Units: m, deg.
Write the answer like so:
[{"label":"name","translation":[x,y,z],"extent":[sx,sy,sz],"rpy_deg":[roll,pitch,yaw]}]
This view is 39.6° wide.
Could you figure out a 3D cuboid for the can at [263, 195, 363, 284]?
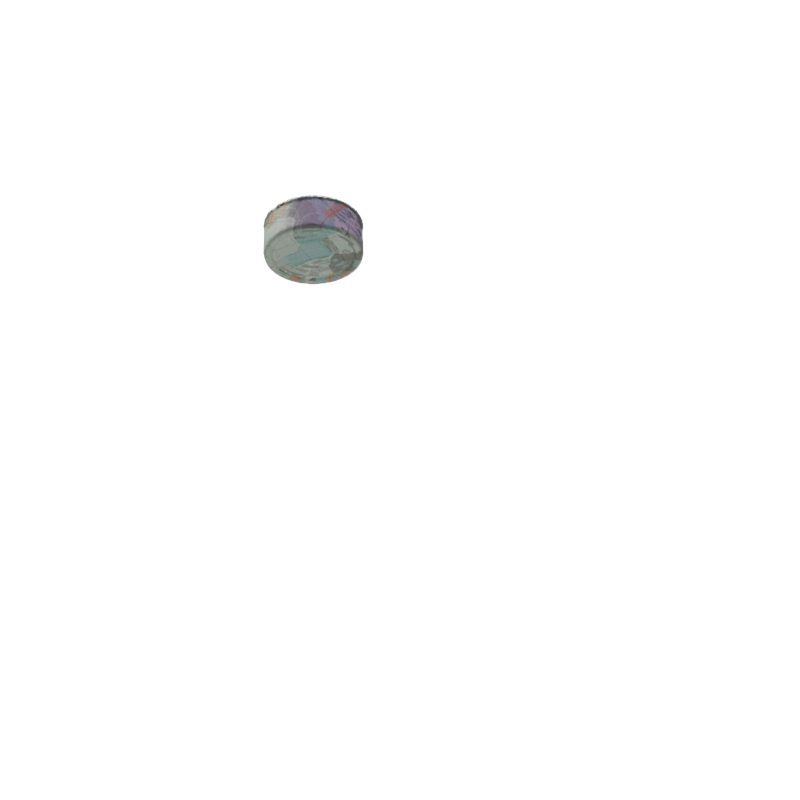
[{"label":"can","translation":[-0.074,-0.135,0.946],"extent":[0.086,0.036,0.080],"rpy_deg":[1,-31,-2]}]
